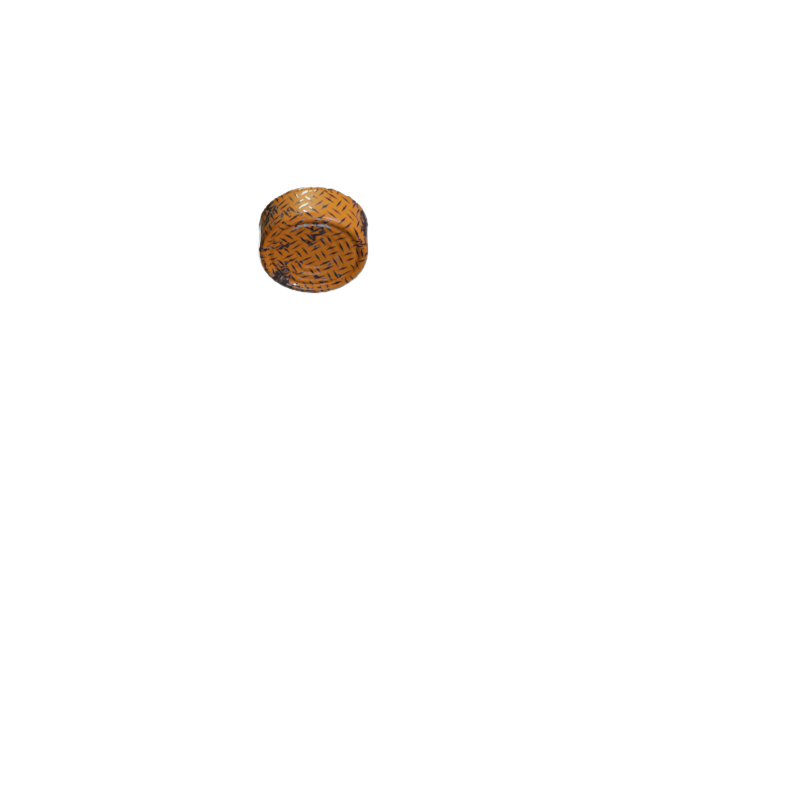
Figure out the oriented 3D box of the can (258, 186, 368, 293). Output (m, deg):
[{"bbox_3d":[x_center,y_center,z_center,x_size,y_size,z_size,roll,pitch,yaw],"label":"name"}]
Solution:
[{"bbox_3d":[-0.067,-0.123,0.859,0.086,0.036,0.080,1,-42,-1],"label":"can"}]
